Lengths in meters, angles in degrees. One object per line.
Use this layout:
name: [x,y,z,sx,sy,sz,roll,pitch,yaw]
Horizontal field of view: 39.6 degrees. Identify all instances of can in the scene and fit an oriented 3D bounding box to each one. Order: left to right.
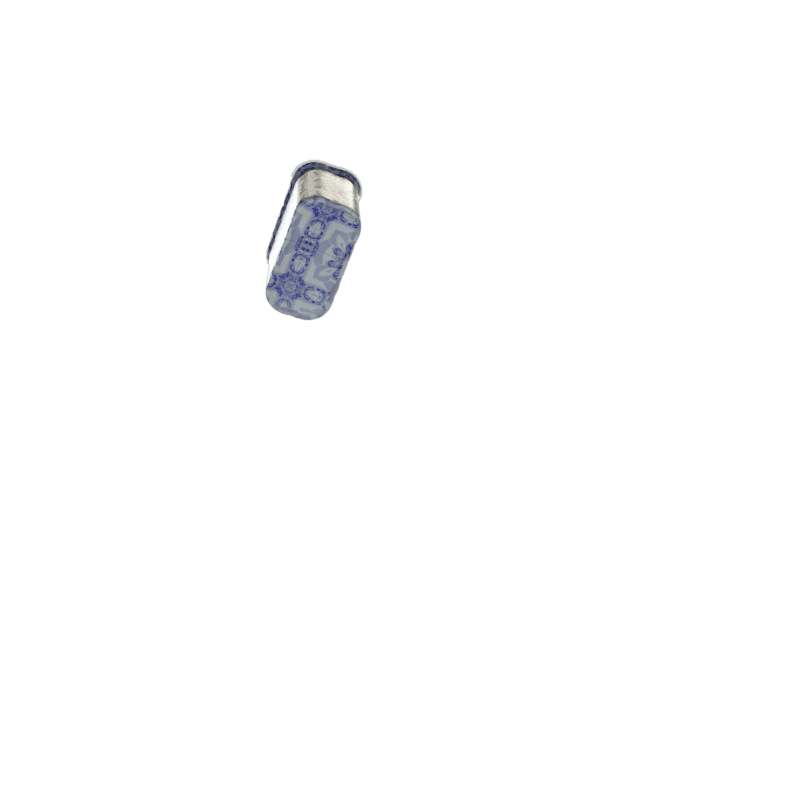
can: [-0.067,-0.122,0.852,0.056,0.098,0.088,18,22,-11]
